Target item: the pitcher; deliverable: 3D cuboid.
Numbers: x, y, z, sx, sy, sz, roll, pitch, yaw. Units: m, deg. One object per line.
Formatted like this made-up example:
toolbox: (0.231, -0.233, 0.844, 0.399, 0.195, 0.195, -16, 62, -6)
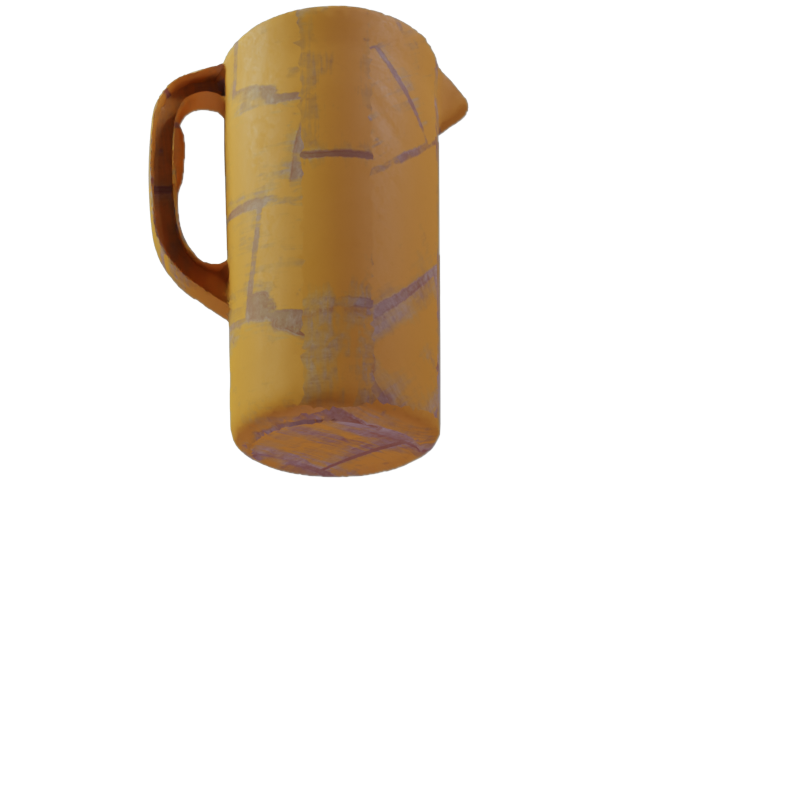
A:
pitcher: (-0.049, -0.089, 0.620, 0.151, 0.258, 0.135, -19, -31, 31)
